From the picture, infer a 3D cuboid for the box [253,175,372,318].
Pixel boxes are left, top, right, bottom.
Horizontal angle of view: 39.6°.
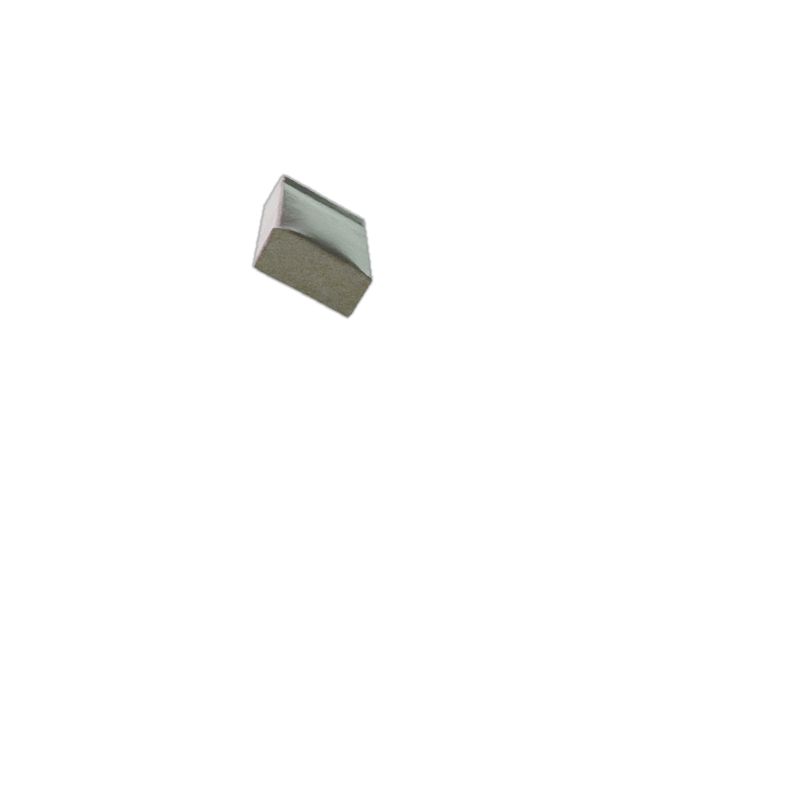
[{"bbox_3d":[-0.076,-0.139,0.973,0.091,0.047,0.184,27,17,-13],"label":"box"}]
